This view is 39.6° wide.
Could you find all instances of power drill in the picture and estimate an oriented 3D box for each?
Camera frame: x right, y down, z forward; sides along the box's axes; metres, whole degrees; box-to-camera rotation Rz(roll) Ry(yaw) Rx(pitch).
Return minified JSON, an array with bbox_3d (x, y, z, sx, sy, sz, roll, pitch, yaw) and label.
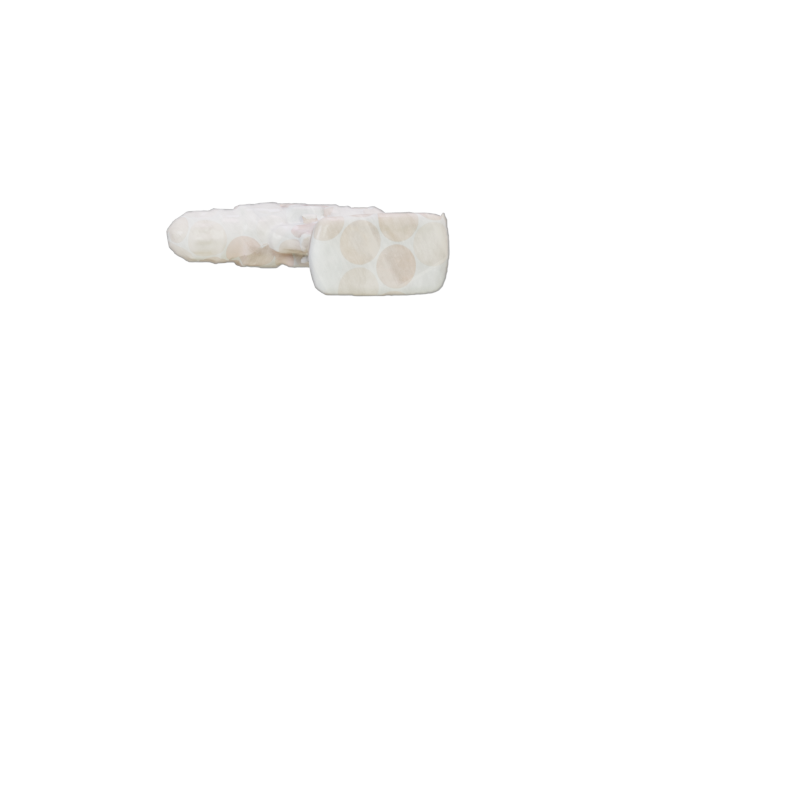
[{"bbox_3d":[-0.064,-0.117,0.819,0.180,0.056,0.197,-6,16,-23],"label":"power drill"}]
